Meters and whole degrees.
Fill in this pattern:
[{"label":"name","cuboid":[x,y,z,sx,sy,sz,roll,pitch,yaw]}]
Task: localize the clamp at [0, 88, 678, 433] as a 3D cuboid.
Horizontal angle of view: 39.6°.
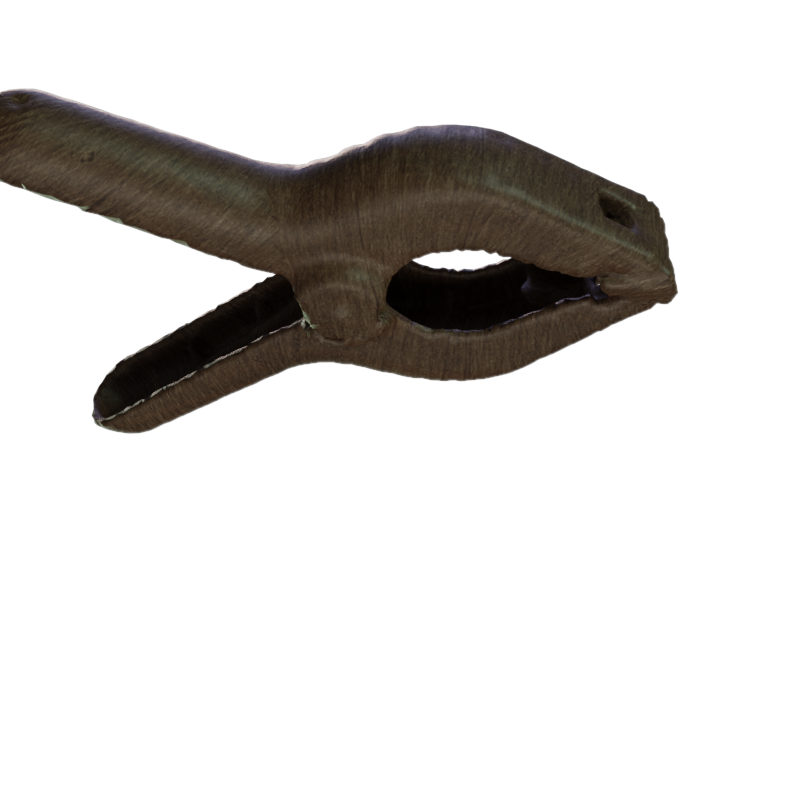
[{"label":"clamp","cuboid":[-0.022,-0.040,0.280,0.173,0.042,0.111,-9,-36,13]}]
